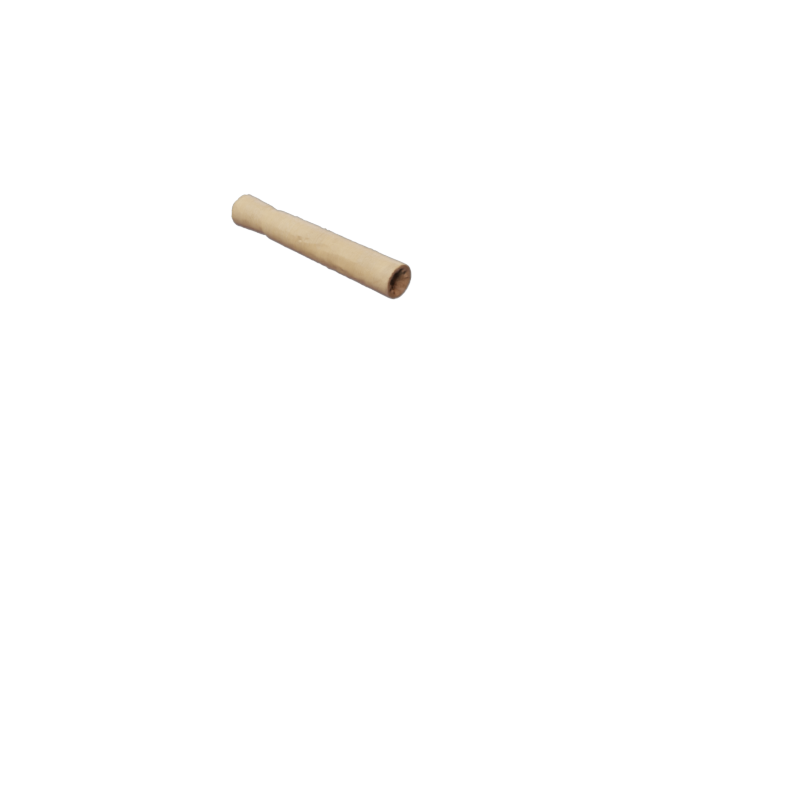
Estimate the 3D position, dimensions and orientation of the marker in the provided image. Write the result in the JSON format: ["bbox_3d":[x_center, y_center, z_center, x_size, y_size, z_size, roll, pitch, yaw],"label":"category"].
[{"bbox_3d":[-0.046,-0.083,0.581,0.129,0.019,0.019,29,21,37],"label":"marker"}]
